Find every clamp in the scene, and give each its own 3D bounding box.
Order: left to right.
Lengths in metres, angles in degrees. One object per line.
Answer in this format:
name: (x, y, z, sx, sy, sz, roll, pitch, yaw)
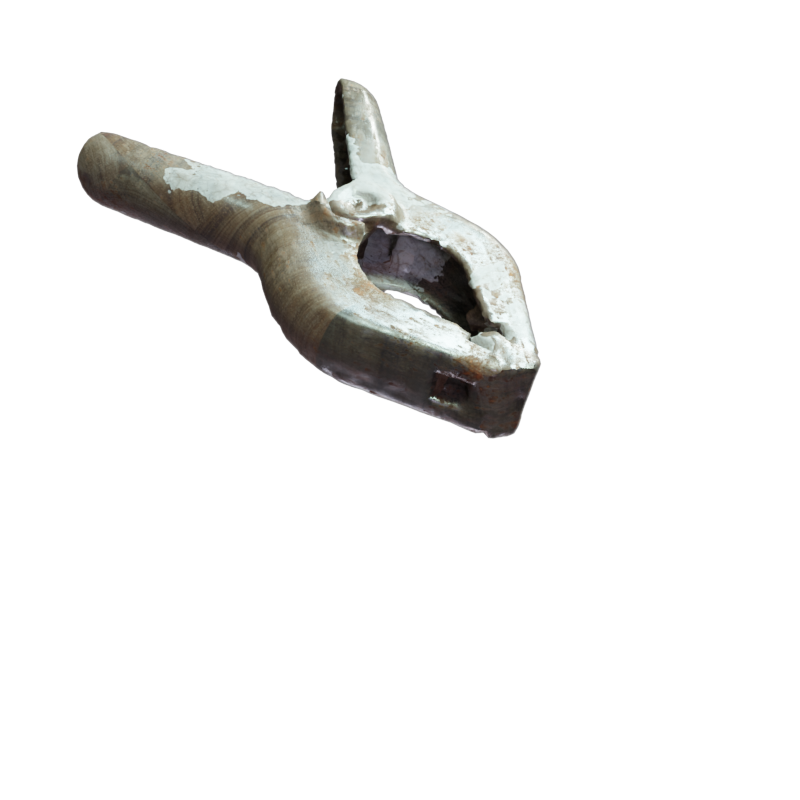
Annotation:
clamp: (-0.028, -0.051, 0.357, 0.119, 0.037, 0.186, -18, 45, -20)
